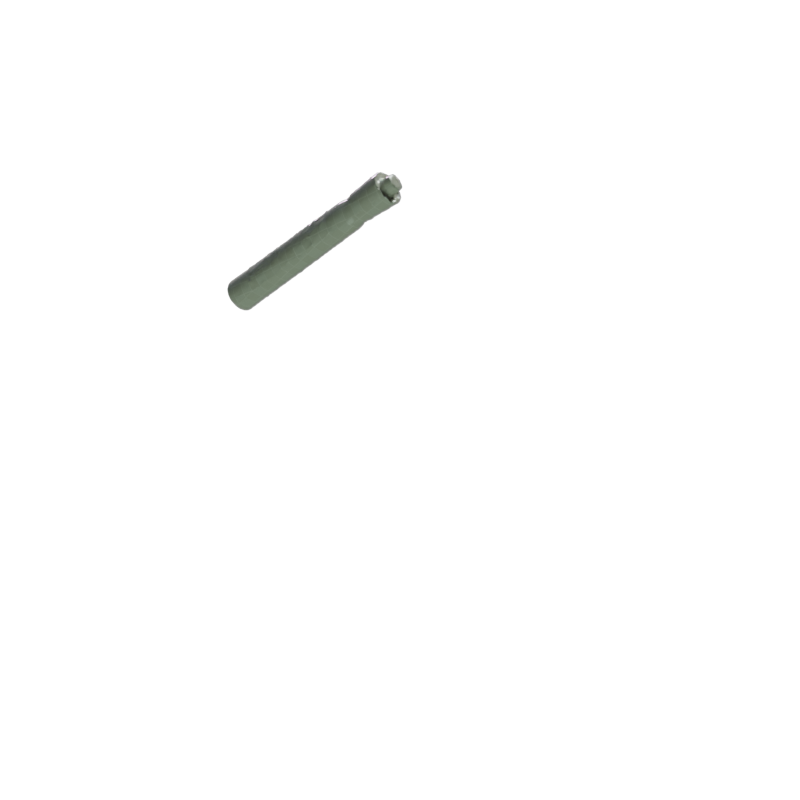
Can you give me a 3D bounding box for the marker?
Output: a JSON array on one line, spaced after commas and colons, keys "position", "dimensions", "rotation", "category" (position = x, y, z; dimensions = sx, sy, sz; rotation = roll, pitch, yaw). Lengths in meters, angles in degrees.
[{"position": [-0.045, -0.083, 0.581], "dimensions": [0.120, 0.021, 0.019], "rotation": [-31, -15, 33], "category": "marker"}]
